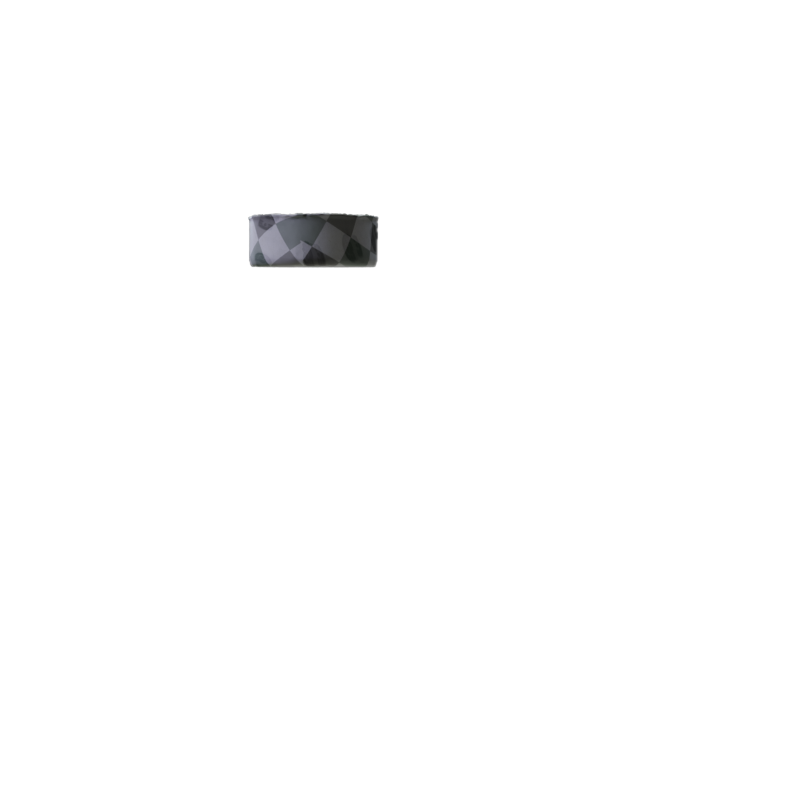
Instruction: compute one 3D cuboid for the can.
[{"bbox_3d":[-0.057,-0.104,0.728,0.086,0.033,0.086,0,5,-2],"label":"can"}]
